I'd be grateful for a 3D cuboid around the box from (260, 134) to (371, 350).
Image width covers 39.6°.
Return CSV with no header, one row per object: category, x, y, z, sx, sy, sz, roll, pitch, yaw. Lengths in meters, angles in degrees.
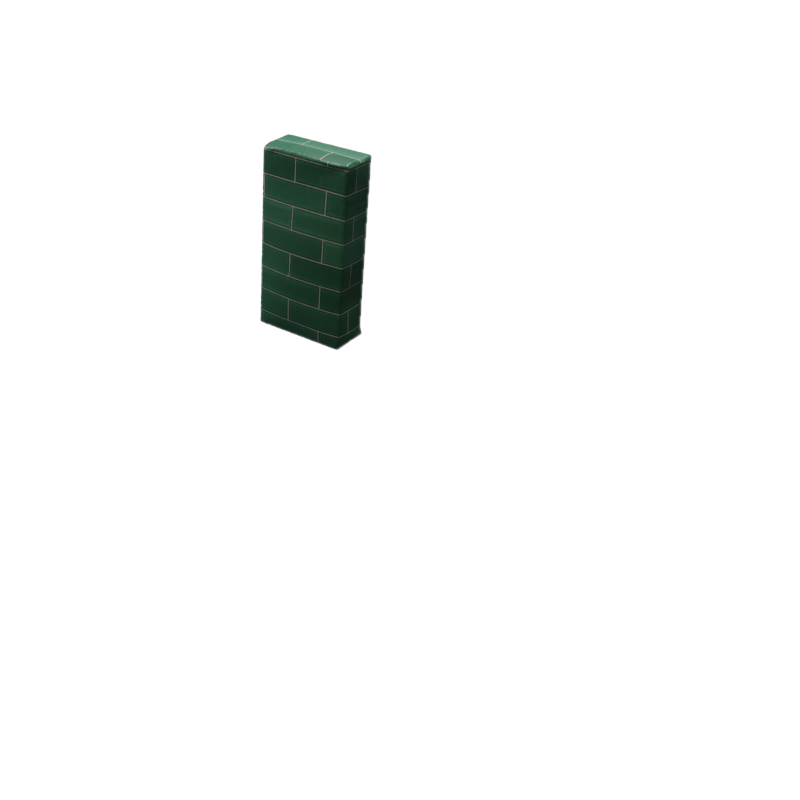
box,-0.078,-0.142,0.994,0.098,0.167,0.048,19,31,30
